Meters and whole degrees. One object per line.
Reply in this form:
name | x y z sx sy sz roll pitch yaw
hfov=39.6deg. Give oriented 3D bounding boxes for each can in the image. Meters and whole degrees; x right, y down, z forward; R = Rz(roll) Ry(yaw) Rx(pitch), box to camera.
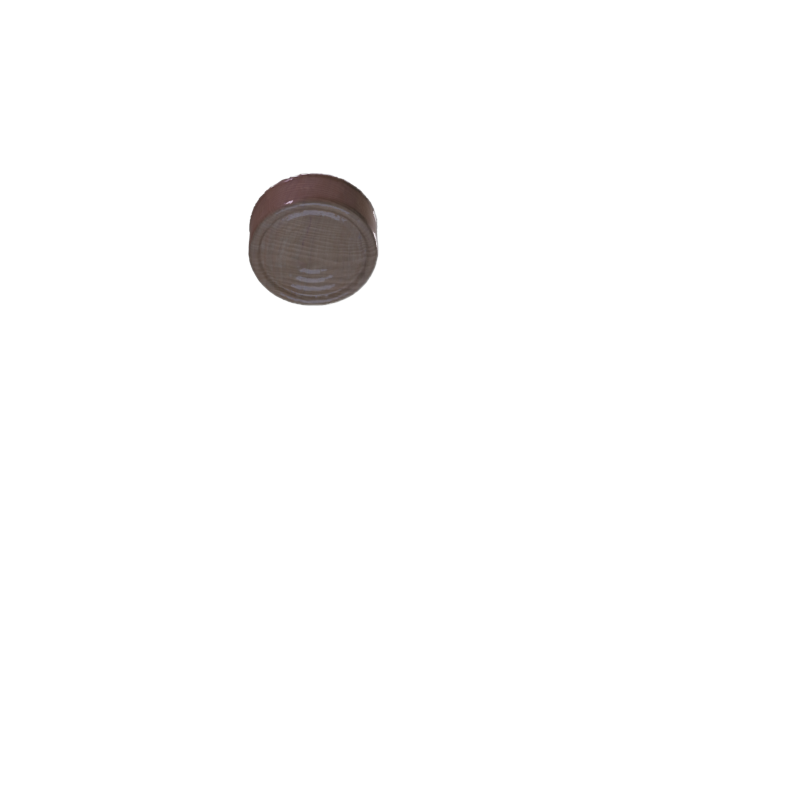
can | -0.057 -0.104 0.728 0.086 0.080 0.036 1 37 -1
